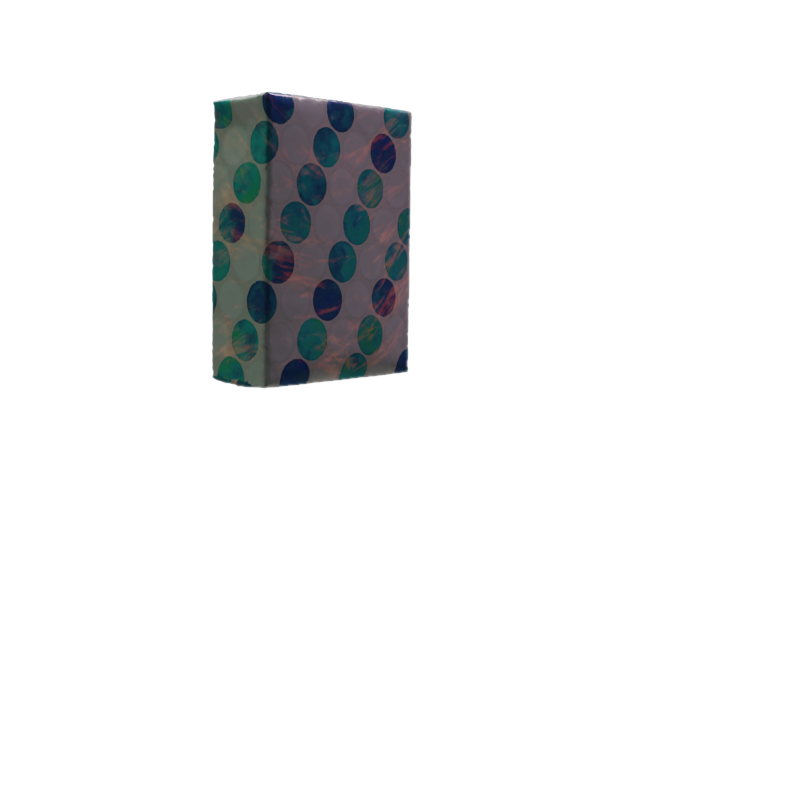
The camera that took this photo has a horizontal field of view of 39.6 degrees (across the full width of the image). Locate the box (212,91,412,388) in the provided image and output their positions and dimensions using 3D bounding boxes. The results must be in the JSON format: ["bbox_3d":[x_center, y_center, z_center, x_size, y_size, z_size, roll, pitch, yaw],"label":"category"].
[{"bbox_3d":[-0.068,-0.123,0.864,0.075,0.214,0.158,0,2,42],"label":"box"}]
